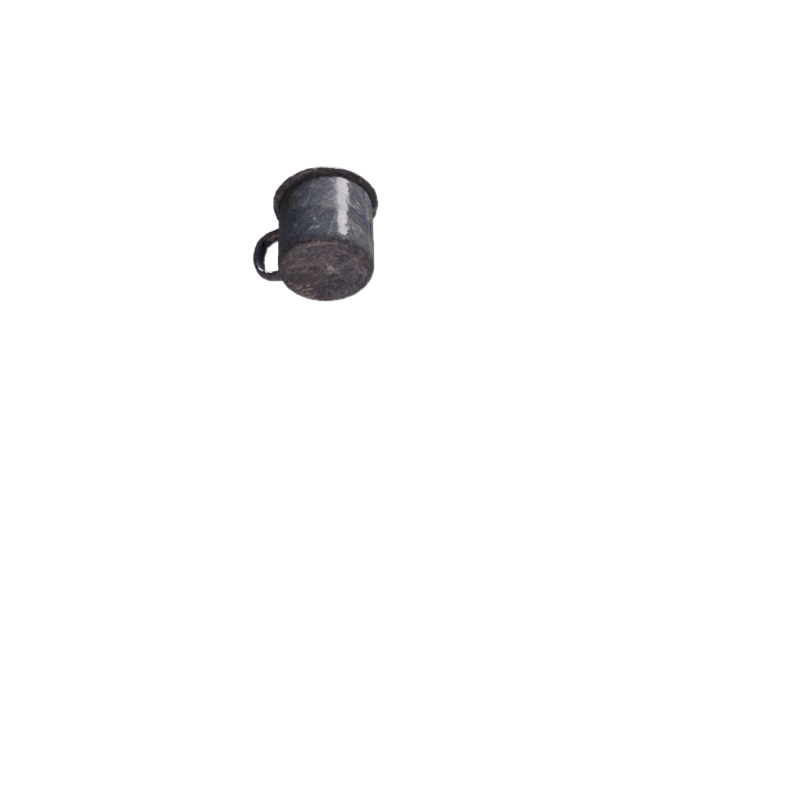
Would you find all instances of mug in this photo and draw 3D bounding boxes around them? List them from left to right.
[{"bbox_3d":[-0.075,-0.136,0.955,0.118,0.087,0.086,-16,-41,18],"label":"mug"}]
